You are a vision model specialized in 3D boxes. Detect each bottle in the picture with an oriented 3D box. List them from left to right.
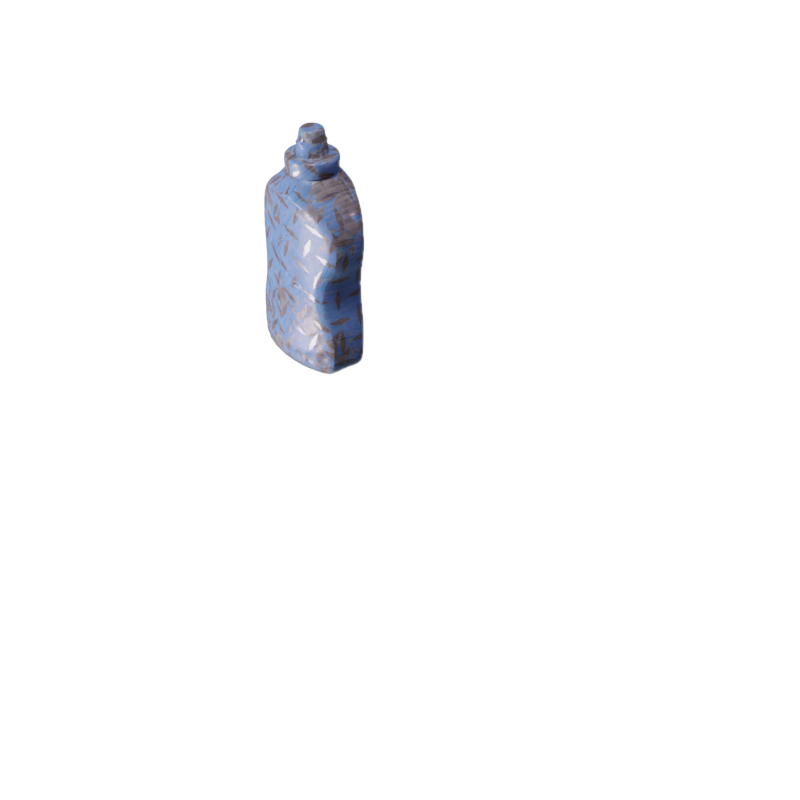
[{"bbox_3d":[-0.067,-0.121,0.846,0.058,0.180,0.103,-19,38,-30],"label":"bottle"}]
